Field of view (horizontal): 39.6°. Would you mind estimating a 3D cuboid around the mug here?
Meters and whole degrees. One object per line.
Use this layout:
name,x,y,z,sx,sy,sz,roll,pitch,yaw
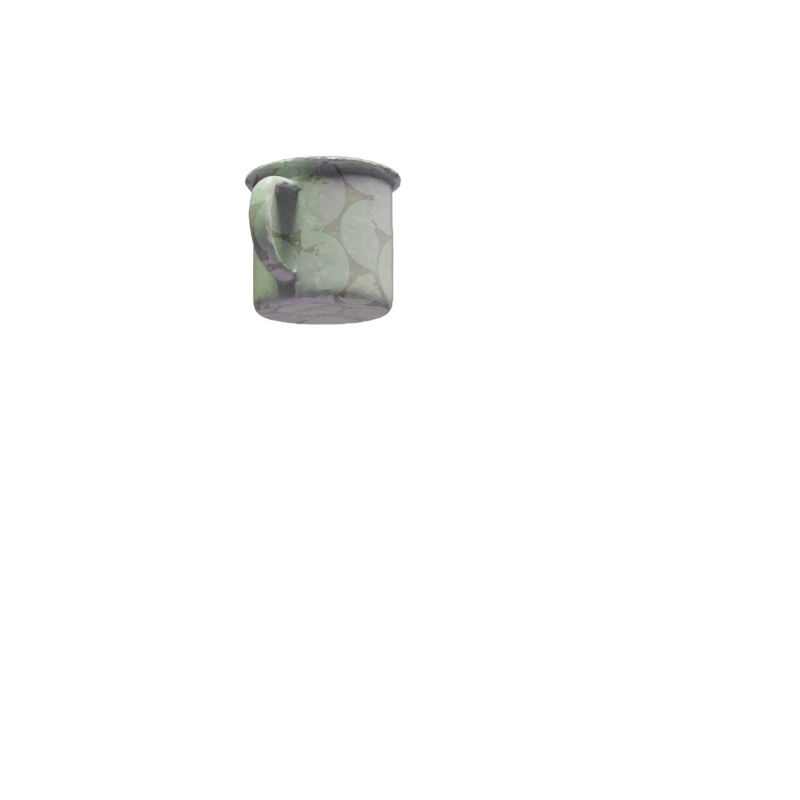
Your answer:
mug,-0.050,-0.091,0.640,0.095,0.084,0.111,-5,-11,25
